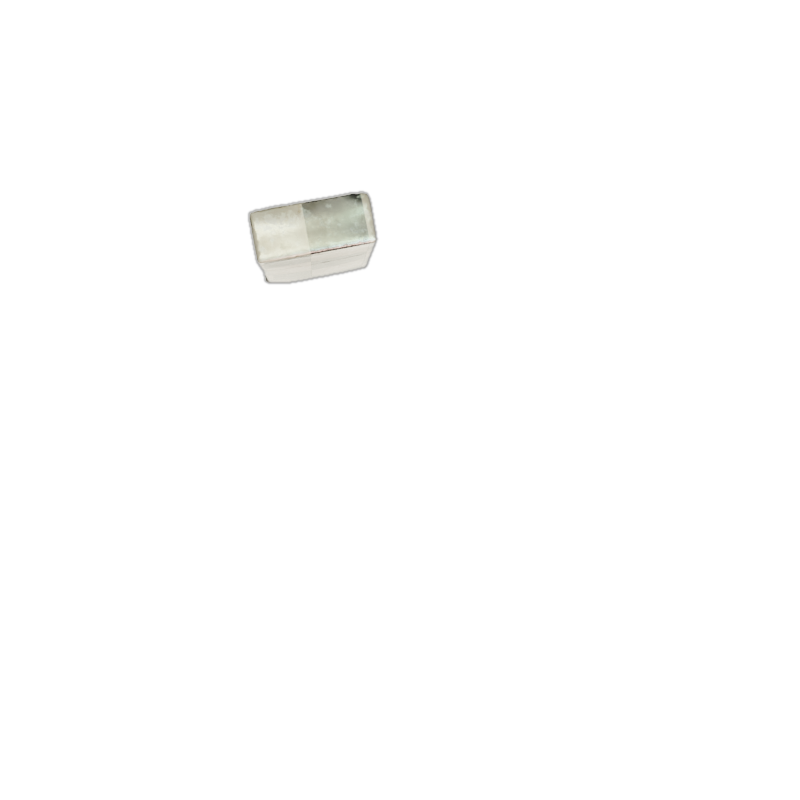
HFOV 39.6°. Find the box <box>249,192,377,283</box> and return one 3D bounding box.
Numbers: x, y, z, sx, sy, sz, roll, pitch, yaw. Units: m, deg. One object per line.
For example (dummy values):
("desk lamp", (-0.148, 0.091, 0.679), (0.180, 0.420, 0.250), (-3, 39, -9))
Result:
("box", (-0.071, -0.129, 0.905), (0.093, 0.049, 0.174), (-10, -2, -4))
